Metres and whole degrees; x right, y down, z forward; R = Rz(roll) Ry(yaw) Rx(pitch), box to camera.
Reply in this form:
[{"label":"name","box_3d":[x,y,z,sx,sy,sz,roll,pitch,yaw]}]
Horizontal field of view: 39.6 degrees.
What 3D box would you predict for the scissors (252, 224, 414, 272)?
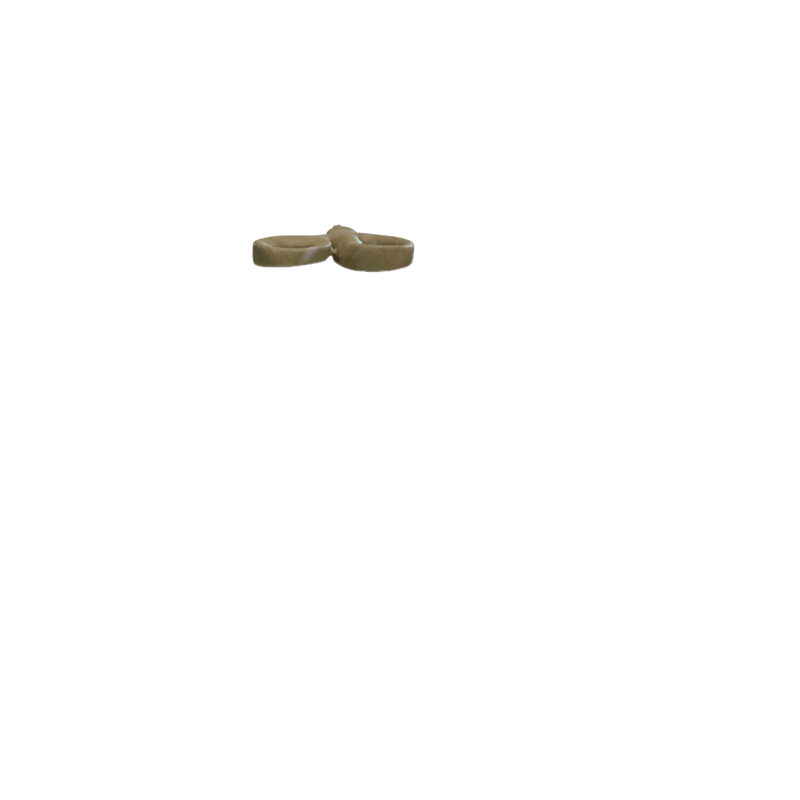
[{"label":"scissors","box_3d":[-0.052,-0.095,0.663,0.094,0.015,0.210,-4,14,-17]}]
